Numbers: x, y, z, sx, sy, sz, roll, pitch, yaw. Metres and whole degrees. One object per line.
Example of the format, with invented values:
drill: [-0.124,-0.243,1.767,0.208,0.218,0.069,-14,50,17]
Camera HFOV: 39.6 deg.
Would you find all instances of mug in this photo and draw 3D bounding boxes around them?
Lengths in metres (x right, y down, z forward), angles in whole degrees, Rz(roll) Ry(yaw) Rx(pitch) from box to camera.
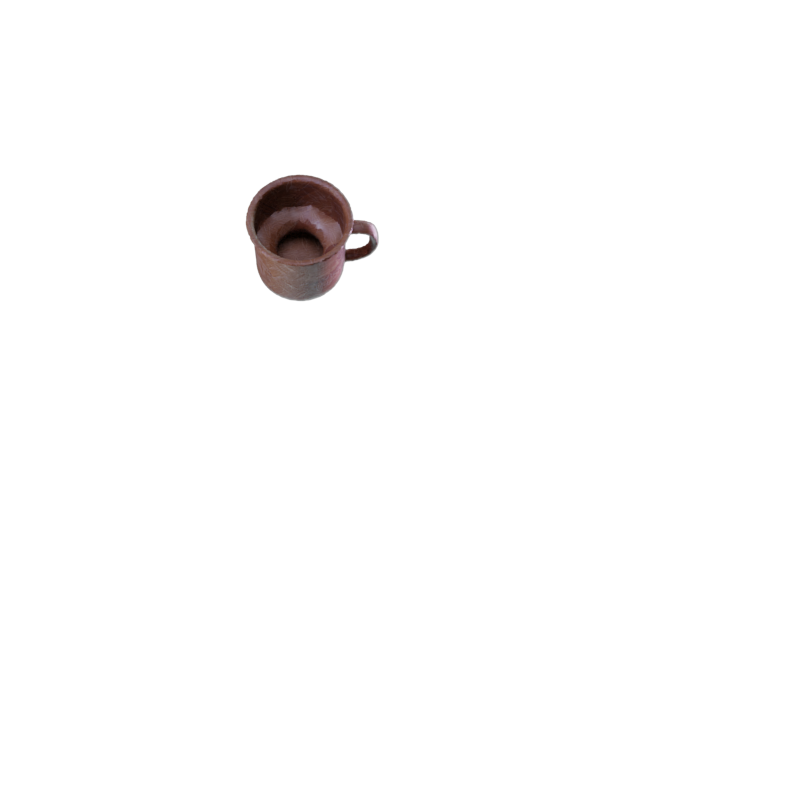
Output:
mug: [-0.078,-0.142,0.993,0.117,0.099,0.077,-4,-27,-3]
